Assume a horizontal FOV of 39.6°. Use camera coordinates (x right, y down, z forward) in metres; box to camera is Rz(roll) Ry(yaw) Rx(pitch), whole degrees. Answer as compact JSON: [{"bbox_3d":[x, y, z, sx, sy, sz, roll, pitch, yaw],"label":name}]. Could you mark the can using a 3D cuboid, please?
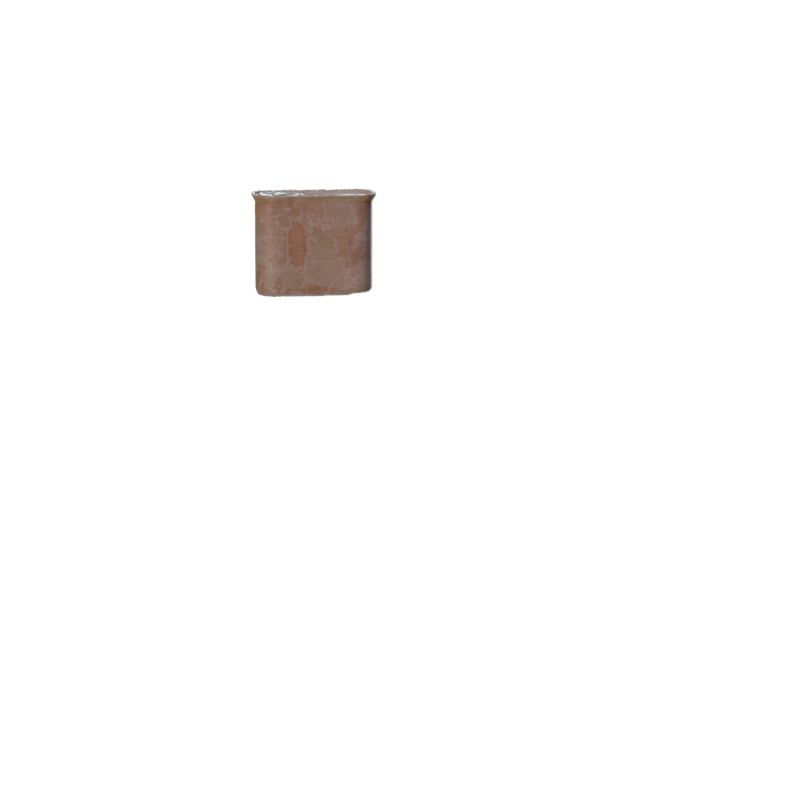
[{"bbox_3d":[-0.072,-0.132,0.922,0.101,0.082,0.059,-1,10,-7],"label":"can"}]
